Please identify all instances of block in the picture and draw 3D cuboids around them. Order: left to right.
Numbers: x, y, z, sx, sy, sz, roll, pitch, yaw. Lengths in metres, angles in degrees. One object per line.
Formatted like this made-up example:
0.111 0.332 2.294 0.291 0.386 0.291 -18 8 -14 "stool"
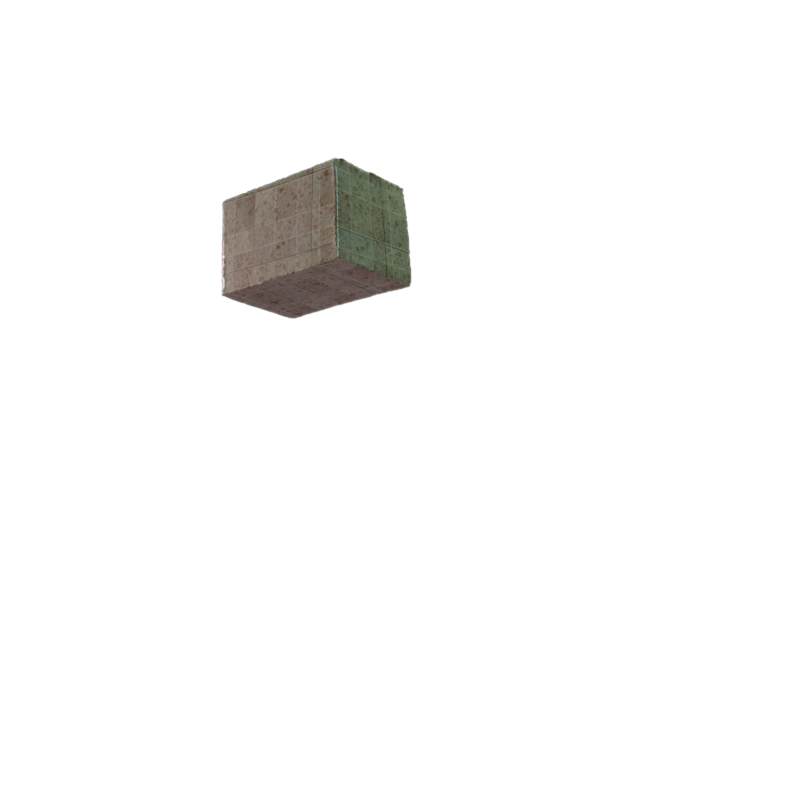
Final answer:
-0.042 -0.076 0.530 0.079 0.053 0.050 -13 -21 37 "block"
